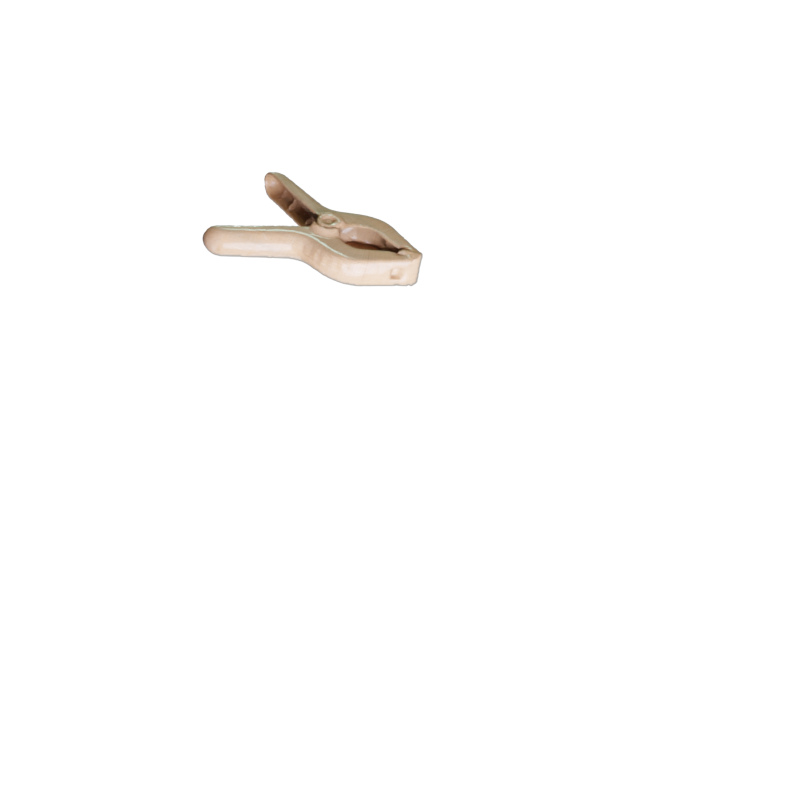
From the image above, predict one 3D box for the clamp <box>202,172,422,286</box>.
[{"bbox_3d":[-0.070,-0.128,0.894,0.180,0.037,0.123,24,47,24],"label":"clamp"}]
